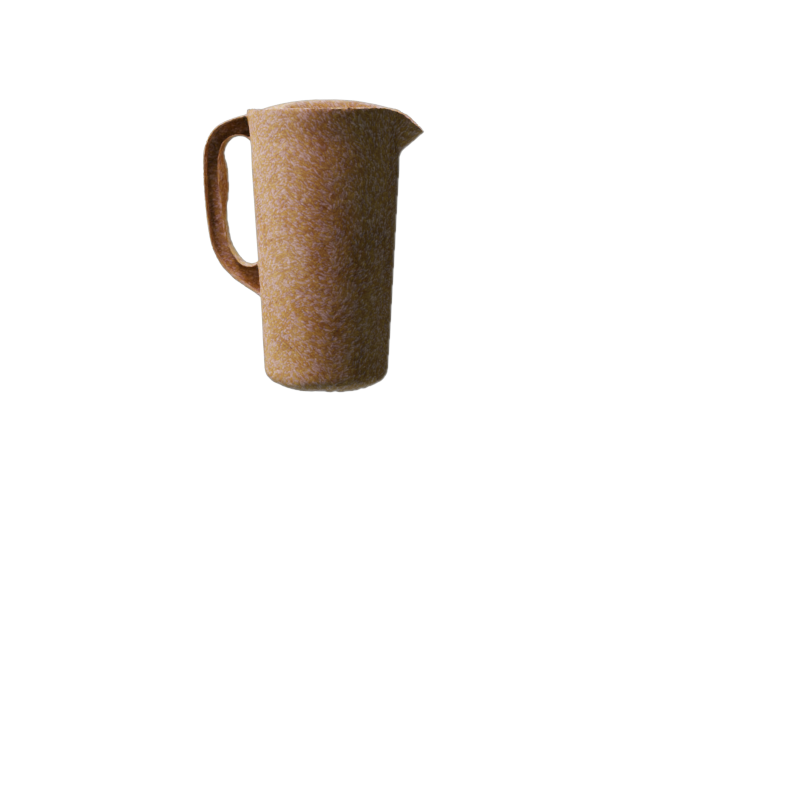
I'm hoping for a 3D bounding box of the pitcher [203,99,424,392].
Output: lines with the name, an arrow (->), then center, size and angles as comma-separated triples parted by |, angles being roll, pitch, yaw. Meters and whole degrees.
pitcher -> -0.075, -0.136, 0.955 | 0.140, 0.239, 0.157 | -7, 11, -40
